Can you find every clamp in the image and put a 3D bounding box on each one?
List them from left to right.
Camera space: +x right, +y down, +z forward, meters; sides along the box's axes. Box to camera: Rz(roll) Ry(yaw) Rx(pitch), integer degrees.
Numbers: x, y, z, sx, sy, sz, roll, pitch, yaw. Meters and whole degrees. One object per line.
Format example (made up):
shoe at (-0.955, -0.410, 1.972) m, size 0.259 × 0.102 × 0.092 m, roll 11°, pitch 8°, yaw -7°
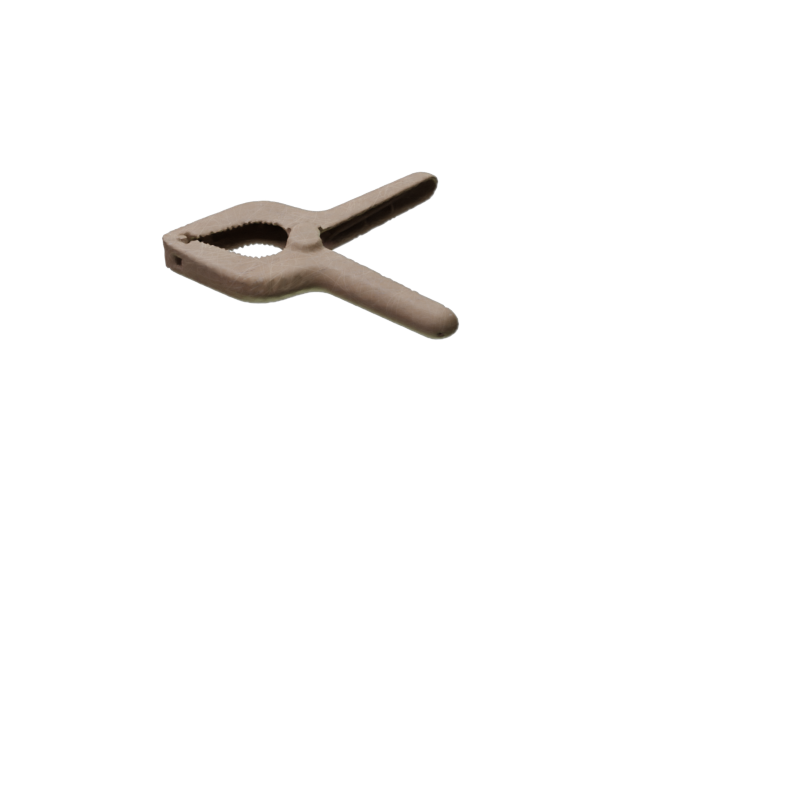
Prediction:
clamp at (-0.062, -0.114, 0.796) m, size 0.211 × 0.034 × 0.175 m, roll 4°, pitch 44°, yaw 4°
